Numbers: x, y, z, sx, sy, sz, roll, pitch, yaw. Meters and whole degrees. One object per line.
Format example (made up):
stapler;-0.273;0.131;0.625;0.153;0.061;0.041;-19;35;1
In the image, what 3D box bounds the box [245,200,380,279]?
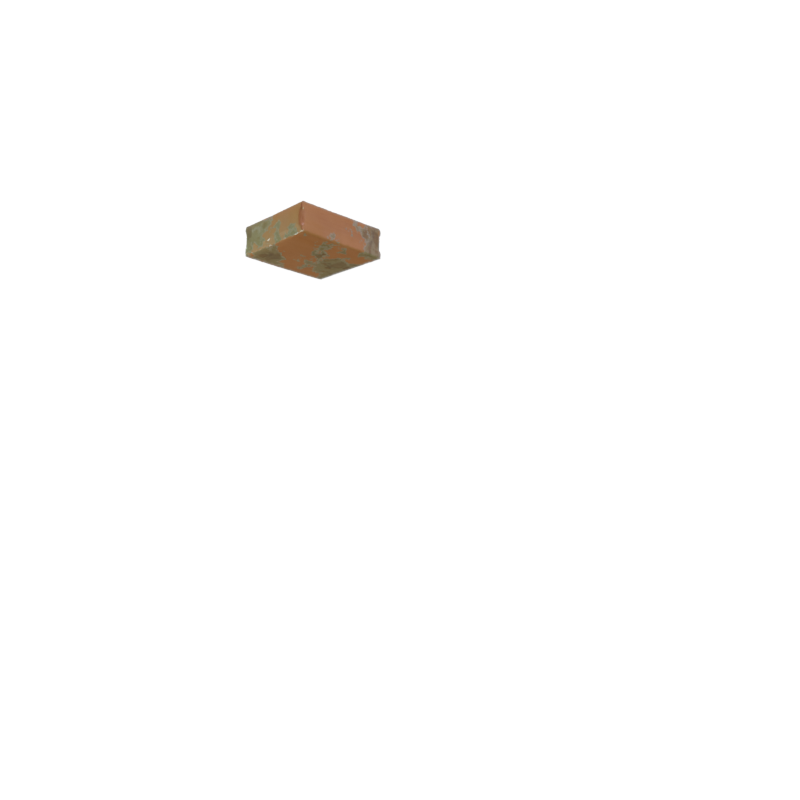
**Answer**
box;-0.072;-0.131;0.917;0.084;0.031;0.074;14;-21;-42
